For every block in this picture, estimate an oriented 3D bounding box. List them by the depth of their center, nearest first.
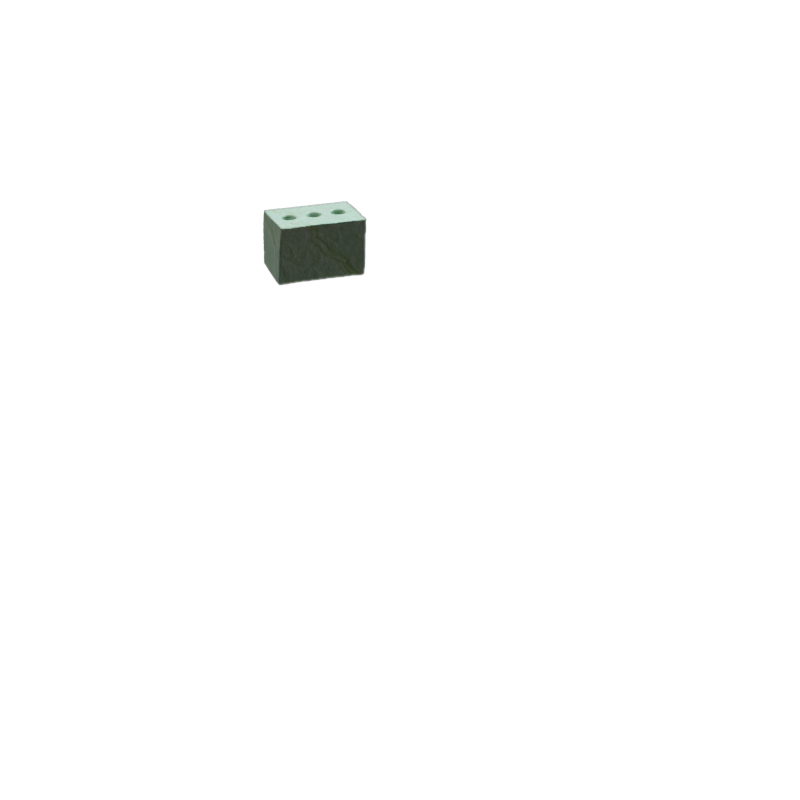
[{"bbox_3d":[-0.074,-0.135,0.947,0.077,0.049,0.056,-9,28,-19],"label":"block"}]
